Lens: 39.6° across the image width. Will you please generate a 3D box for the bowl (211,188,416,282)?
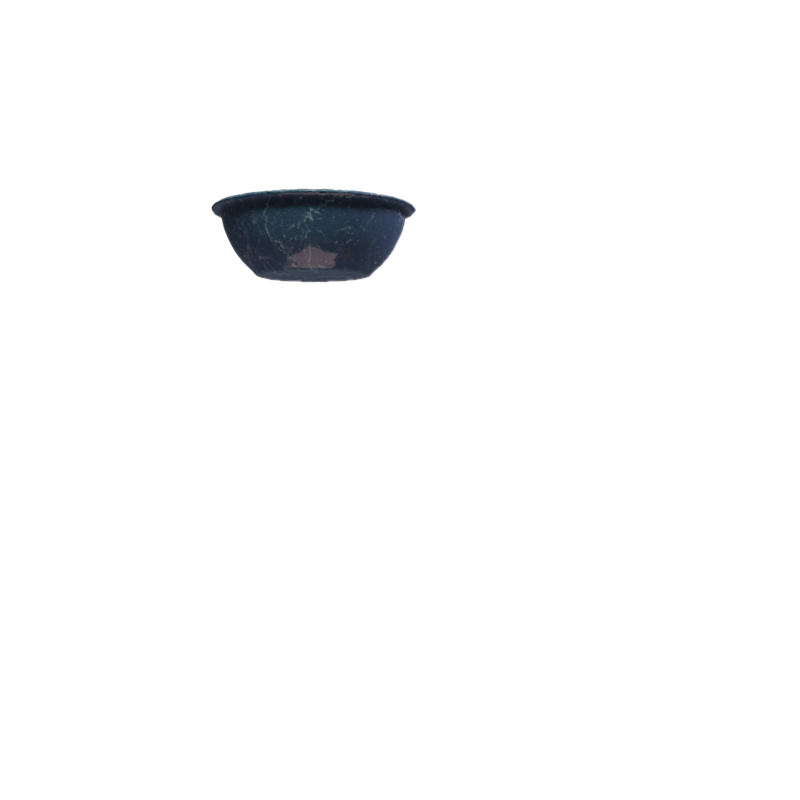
[{"bbox_3d":[-0.069,-0.125,0.877,0.162,0.056,0.160,0,-1,-2],"label":"bowl"}]
